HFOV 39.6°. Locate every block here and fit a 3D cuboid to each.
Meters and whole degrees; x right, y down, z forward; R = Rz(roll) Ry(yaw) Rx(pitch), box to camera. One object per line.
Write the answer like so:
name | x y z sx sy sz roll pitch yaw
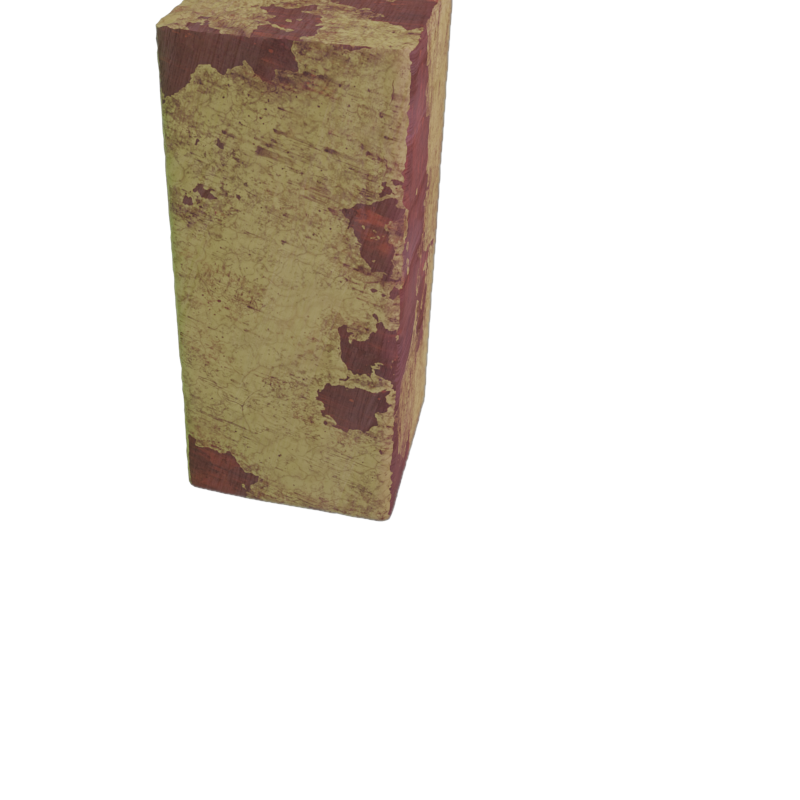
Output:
block | -0.034 -0.064 0.447 0.092 0.193 0.095 9 34 10
